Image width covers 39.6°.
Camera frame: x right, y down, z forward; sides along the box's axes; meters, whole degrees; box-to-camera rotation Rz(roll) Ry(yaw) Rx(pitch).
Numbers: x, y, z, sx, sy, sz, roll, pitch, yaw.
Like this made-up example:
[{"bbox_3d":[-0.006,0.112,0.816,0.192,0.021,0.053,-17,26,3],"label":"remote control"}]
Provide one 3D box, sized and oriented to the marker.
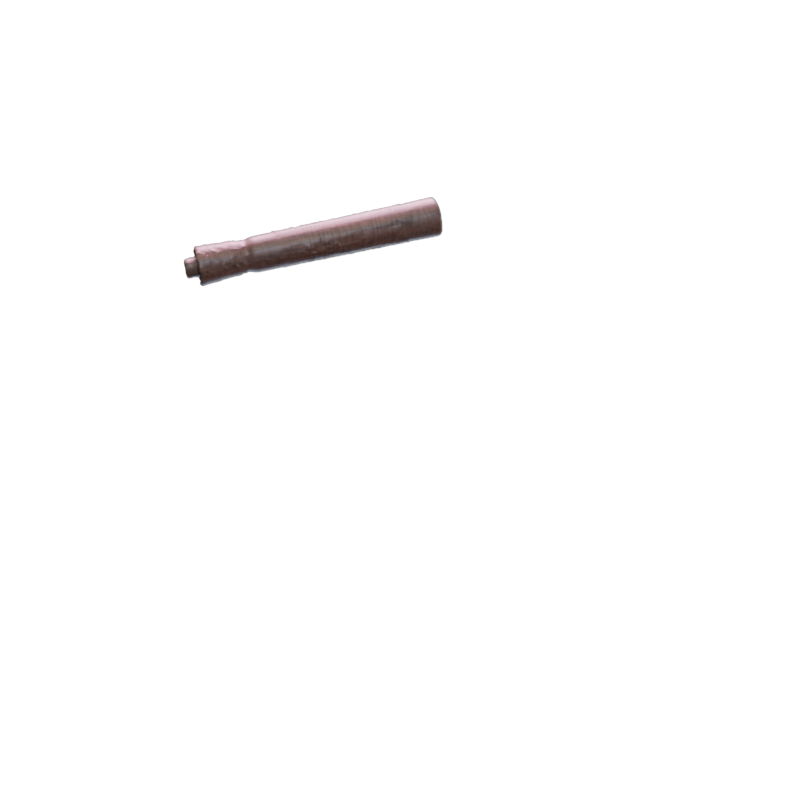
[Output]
[{"bbox_3d":[-0.040,-0.073,0.515,0.120,0.020,0.020,-13,7,-9],"label":"marker"}]
